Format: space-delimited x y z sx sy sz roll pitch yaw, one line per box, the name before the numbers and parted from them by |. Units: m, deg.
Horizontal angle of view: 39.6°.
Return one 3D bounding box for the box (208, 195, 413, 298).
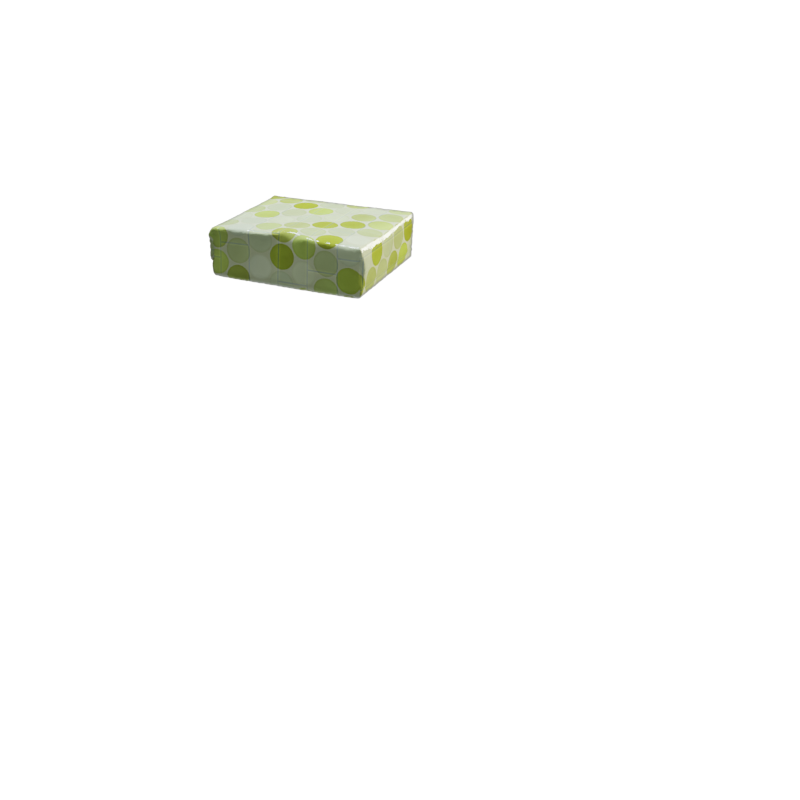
box | -0.047 -0.085 0.598 0.093 0.029 0.074 11 26 22
